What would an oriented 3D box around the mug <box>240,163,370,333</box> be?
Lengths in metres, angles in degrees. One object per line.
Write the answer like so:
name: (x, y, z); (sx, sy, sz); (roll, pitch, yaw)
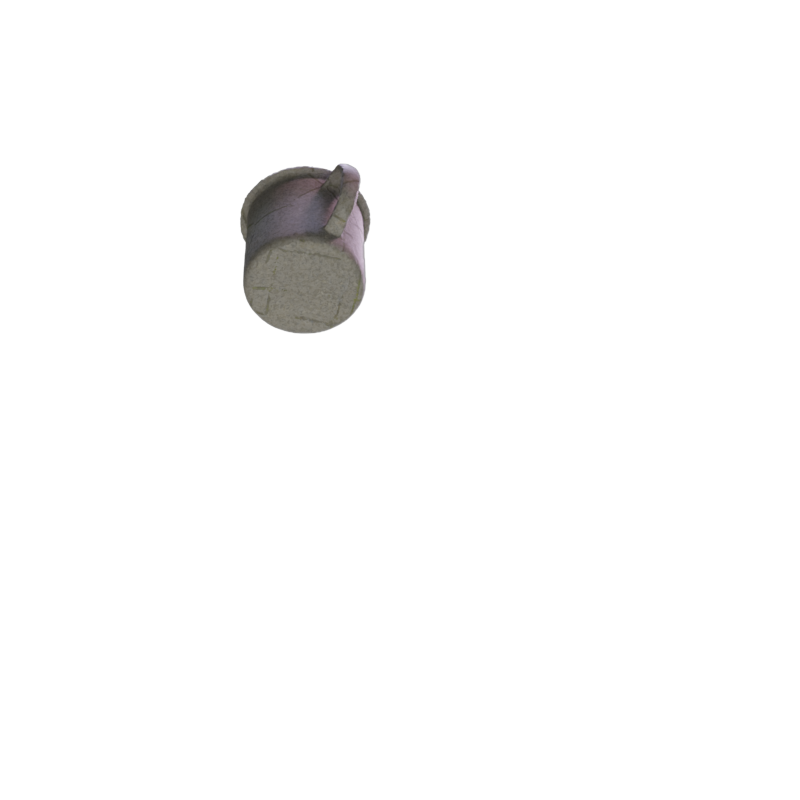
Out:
mug: (-0.059, -0.107, 0.752); (0.090, 0.114, 0.087); (25, 34, -20)
